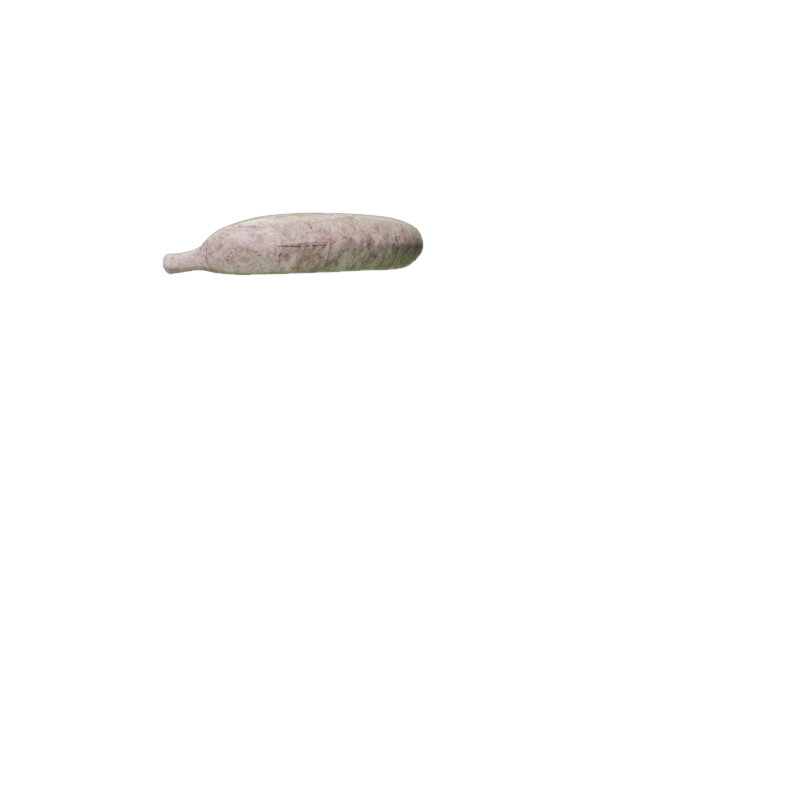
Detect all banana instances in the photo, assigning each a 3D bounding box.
[{"bbox_3d":[-0.046,-0.098,0.691,0.191,0.036,0.073,-7,10,-38],"label":"banana"}]
